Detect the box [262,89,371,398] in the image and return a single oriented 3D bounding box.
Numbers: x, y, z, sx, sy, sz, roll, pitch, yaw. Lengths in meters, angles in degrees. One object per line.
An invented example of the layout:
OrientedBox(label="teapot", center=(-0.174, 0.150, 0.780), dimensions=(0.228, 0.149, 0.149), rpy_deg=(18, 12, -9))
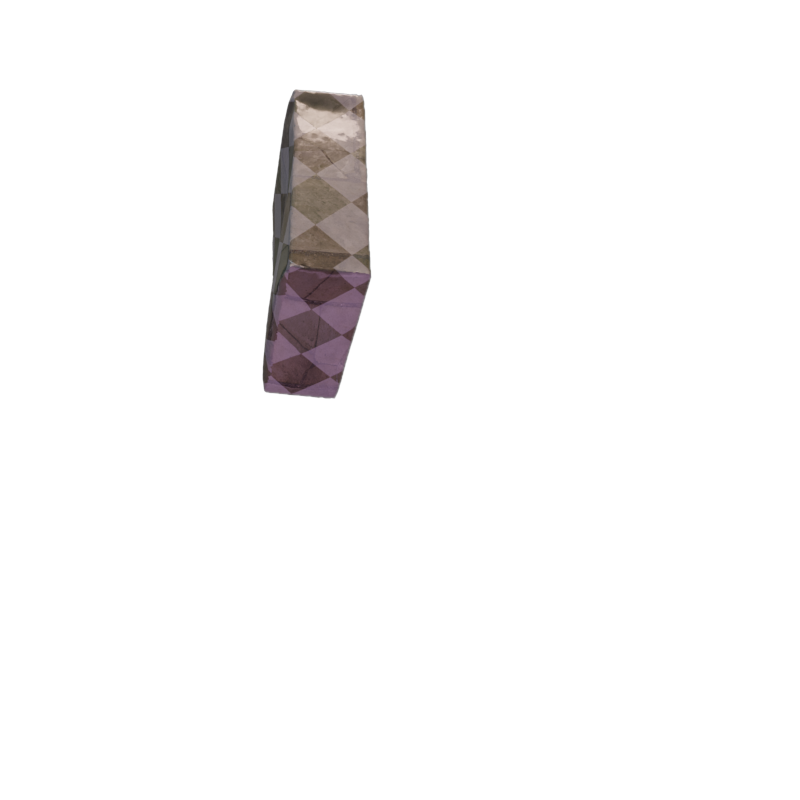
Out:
OrientedBox(label="box", center=(-0.075, -0.136, 0.952), dimensions=(0.071, 0.229, 0.155), rpy_deg=(5, -40, -10))
